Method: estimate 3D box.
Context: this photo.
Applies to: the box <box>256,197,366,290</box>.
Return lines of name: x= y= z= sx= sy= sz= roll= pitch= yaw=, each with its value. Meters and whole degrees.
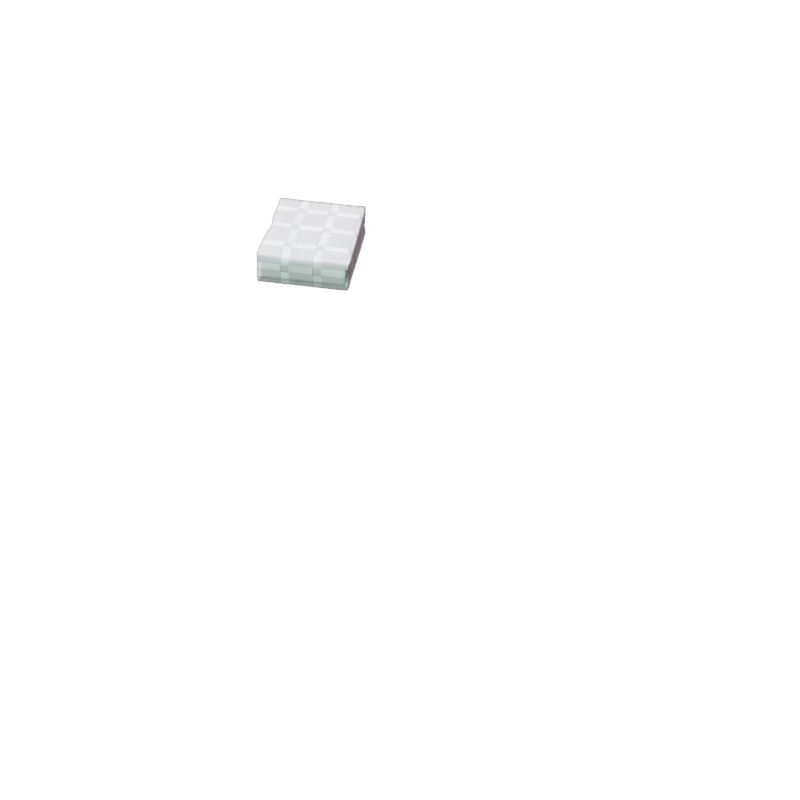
box: x=-0.069 y=-0.127 z=0.887 sx=0.074 sy=0.028 sz=0.094 roll=6 pitch=39 yaw=7
